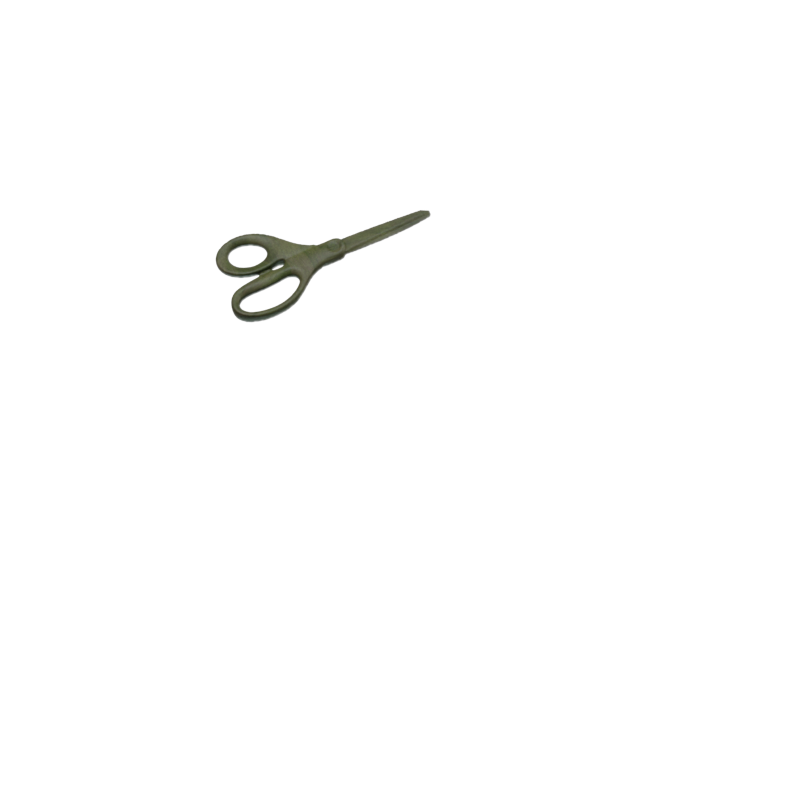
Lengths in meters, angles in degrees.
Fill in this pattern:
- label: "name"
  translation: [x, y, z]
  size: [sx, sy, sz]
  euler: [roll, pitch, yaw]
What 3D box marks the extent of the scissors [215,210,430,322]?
- label: "scissors"
  translation: [-0.077, -0.140, 0.983]
  size: [0.203, 0.102, 0.015]
  euler: [-38, -27, -24]
